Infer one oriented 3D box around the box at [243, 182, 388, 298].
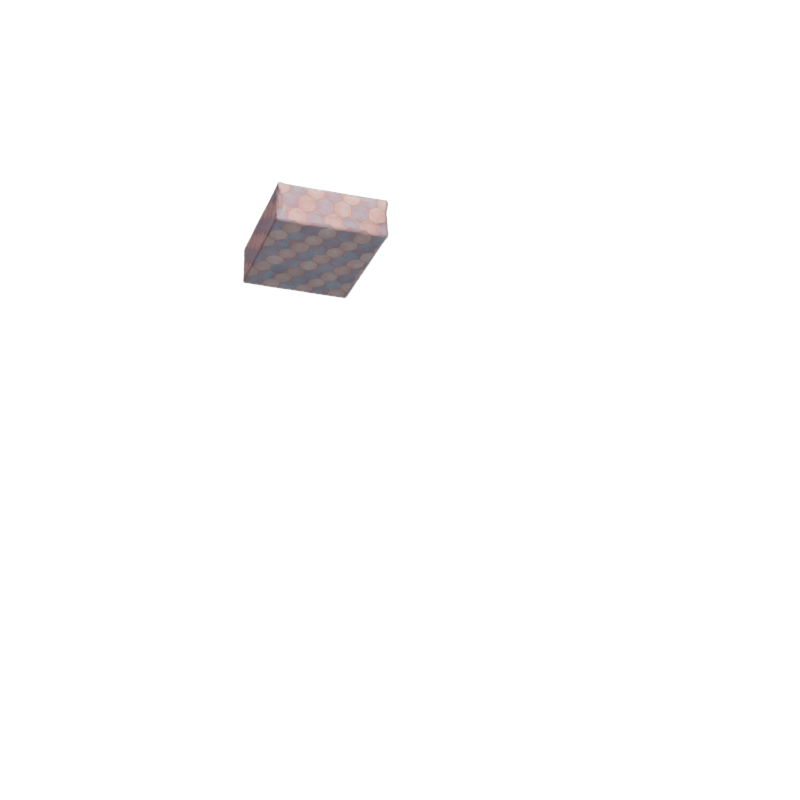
[{"bbox_3d":[-0.056,-0.102,0.716,0.071,0.032,0.086,8,-27,-17],"label":"box"}]
